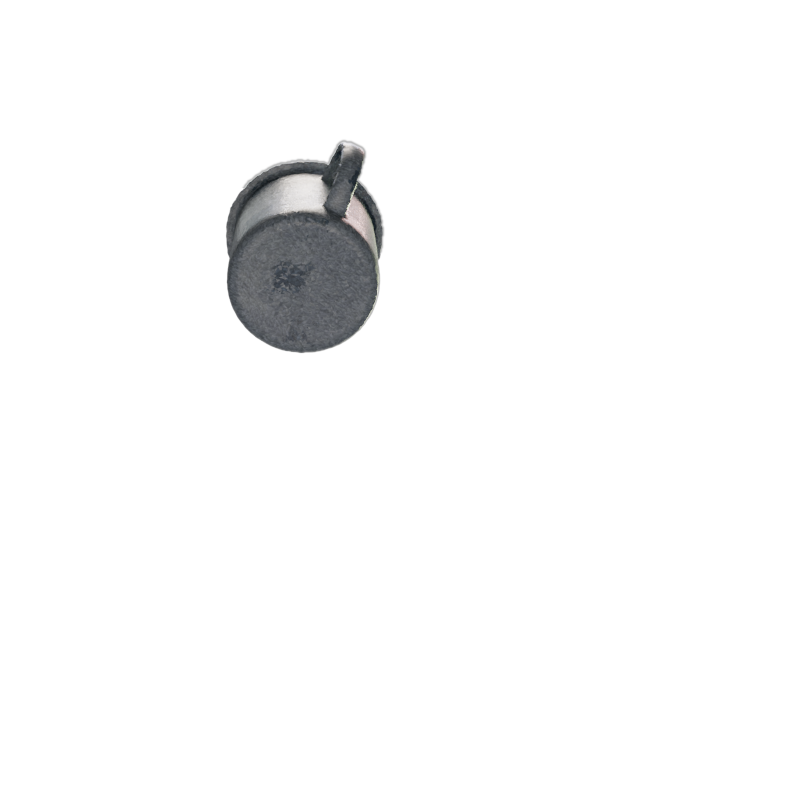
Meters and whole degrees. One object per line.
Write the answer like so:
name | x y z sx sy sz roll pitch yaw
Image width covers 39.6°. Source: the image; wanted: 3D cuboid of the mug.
mug | -0.048 -0.088 0.614 0.091 0.114 0.086 25 20 -12
